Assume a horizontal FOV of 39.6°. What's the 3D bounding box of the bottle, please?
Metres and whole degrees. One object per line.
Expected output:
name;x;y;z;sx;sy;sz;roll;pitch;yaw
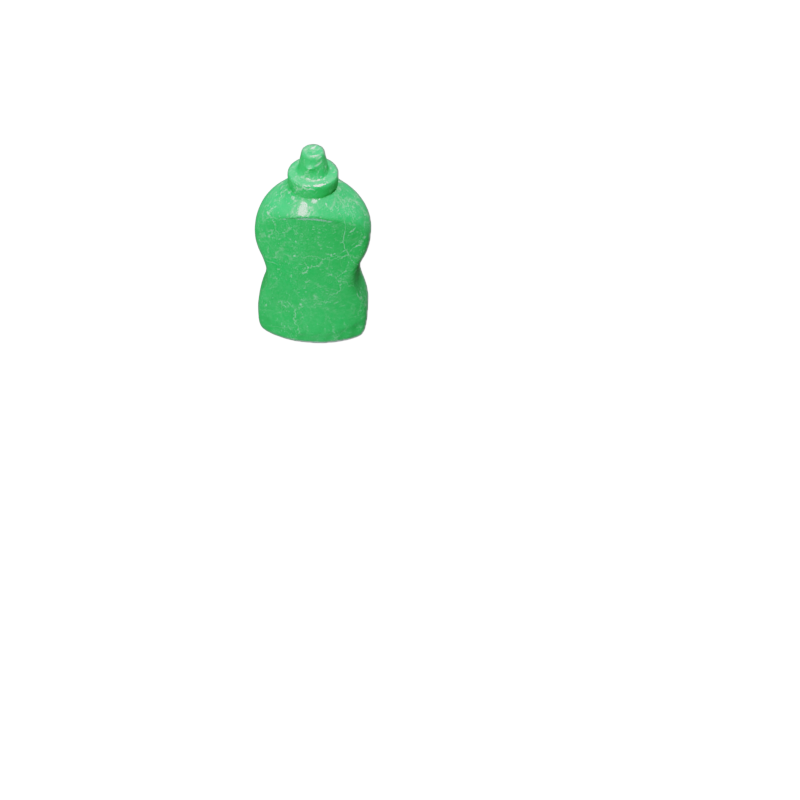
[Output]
bottle;-0.073;-0.132;0.930;0.097;0.179;0.062;7;44;3
